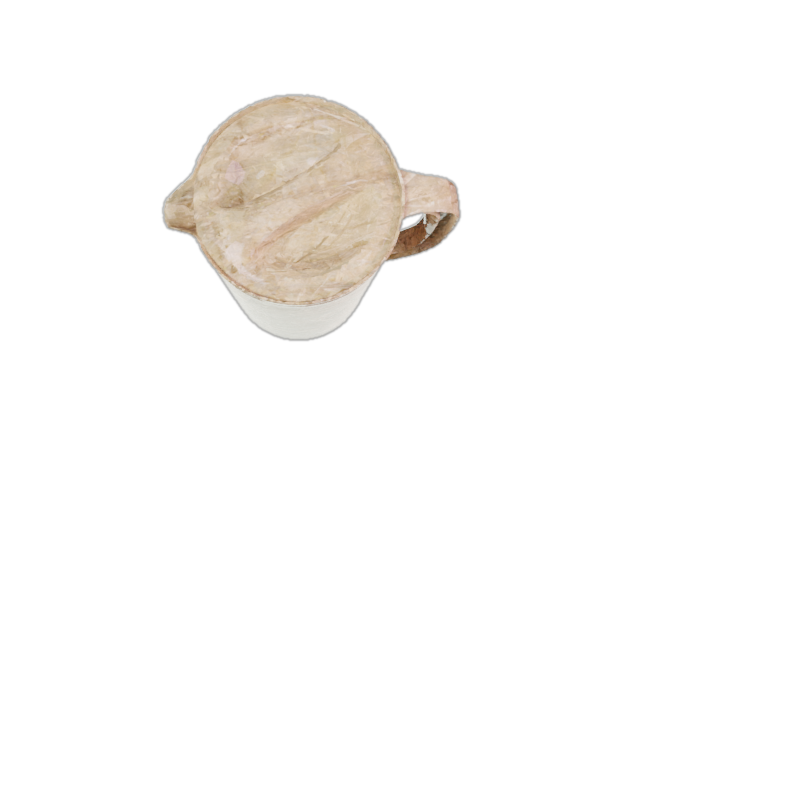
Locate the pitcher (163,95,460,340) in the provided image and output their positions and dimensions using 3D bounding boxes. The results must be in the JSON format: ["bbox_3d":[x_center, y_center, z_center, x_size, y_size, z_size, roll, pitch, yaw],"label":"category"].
[{"bbox_3d":[-0.062,-0.112,0.788,0.151,0.146,0.238,39,-8,2],"label":"pitcher"}]
